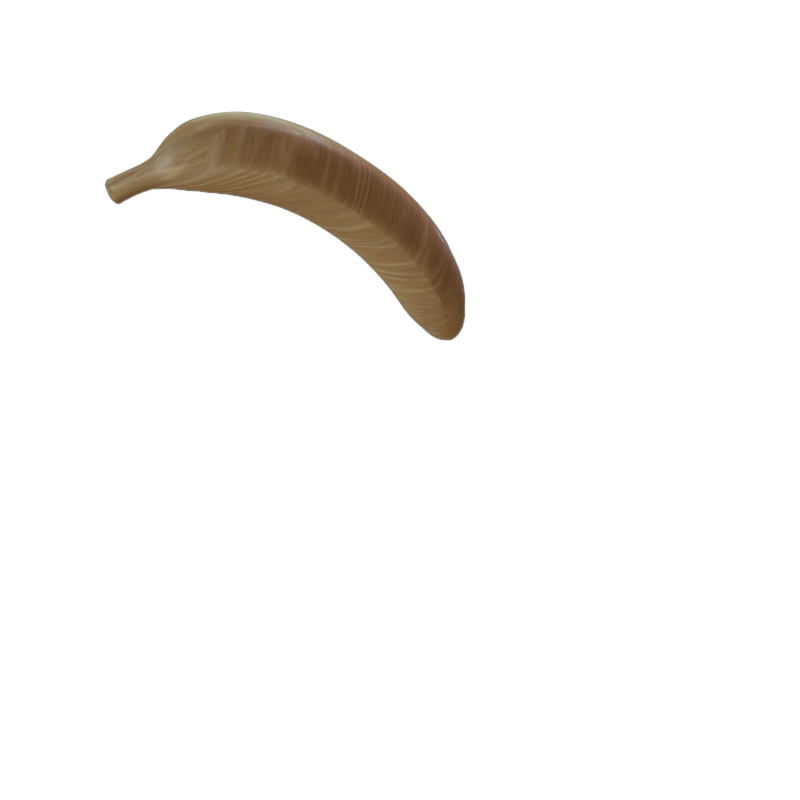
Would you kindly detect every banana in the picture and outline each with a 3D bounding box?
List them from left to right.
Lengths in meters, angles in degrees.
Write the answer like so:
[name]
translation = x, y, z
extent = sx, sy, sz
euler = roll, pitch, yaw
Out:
[banana]
translation = -0.033, -0.086, 0.515
extent = 0.188, 0.039, 0.068
euler = 23, -45, -26
